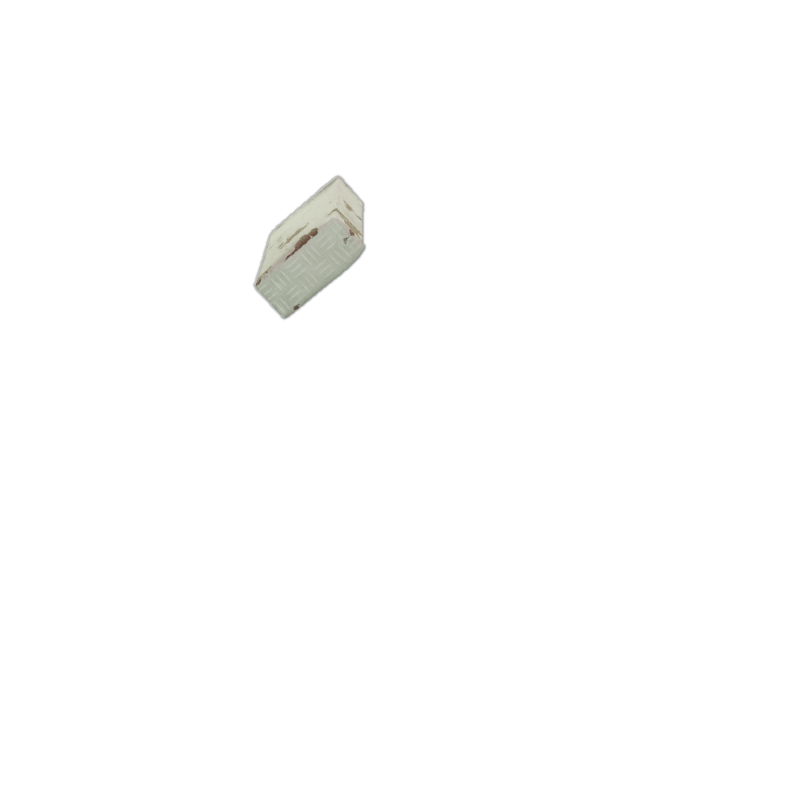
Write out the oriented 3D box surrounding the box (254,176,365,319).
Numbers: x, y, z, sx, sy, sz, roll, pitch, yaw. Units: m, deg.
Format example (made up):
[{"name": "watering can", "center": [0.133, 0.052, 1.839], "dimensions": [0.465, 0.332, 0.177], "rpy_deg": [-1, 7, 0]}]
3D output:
[{"name": "box", "center": [-0.078, -0.142, 0.994], "dimensions": [0.093, 0.046, 0.185], "rpy_deg": [-39, 20, 11]}]
